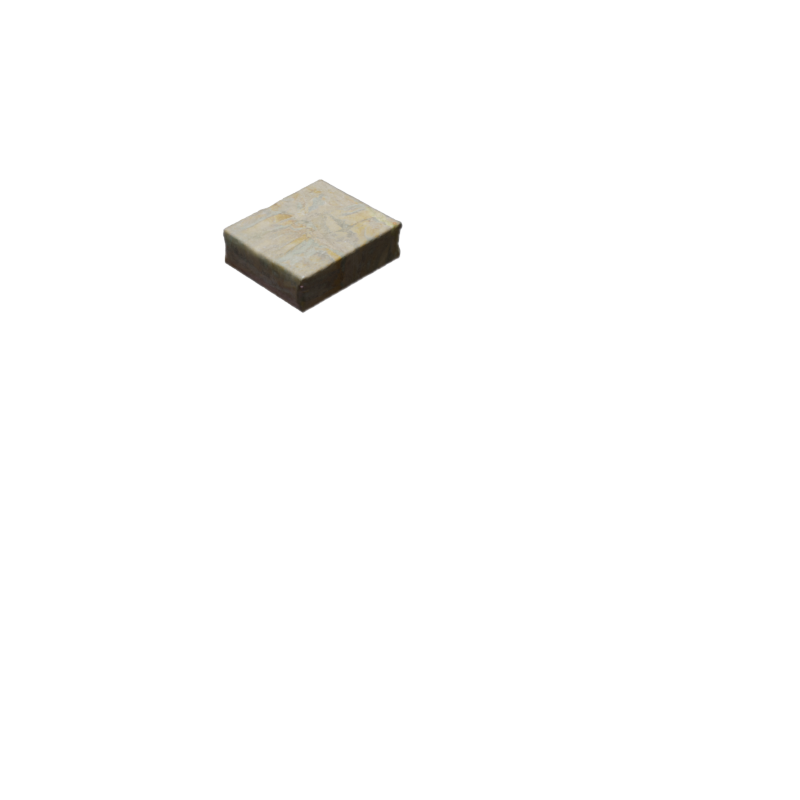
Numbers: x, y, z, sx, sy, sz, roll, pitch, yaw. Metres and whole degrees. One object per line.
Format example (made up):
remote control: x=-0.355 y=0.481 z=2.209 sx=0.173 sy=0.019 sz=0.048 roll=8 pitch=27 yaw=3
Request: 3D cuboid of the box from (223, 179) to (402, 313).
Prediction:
box: x=-0.054 y=-0.099 z=0.695 sx=0.078 sy=0.028 sz=0.089 roll=32 pitch=49 yaw=32
